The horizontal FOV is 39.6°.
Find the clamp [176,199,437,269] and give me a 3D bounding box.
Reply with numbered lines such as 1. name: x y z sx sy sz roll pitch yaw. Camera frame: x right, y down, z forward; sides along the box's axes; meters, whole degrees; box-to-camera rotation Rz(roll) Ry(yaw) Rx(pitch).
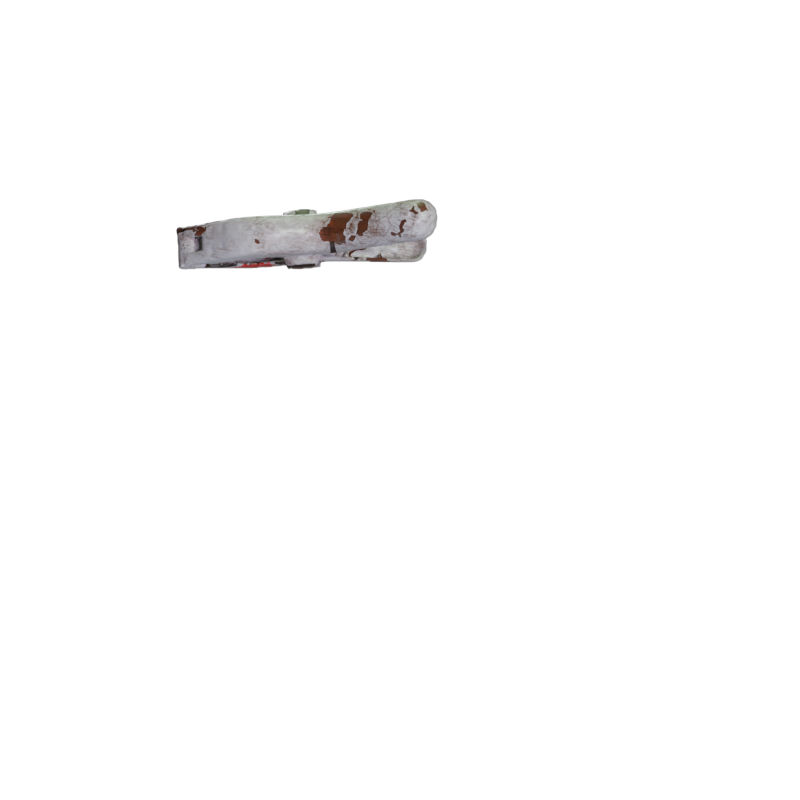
1. clamp: -0.057 -0.104 0.729 0.174 0.040 0.115 -1 -7 10
